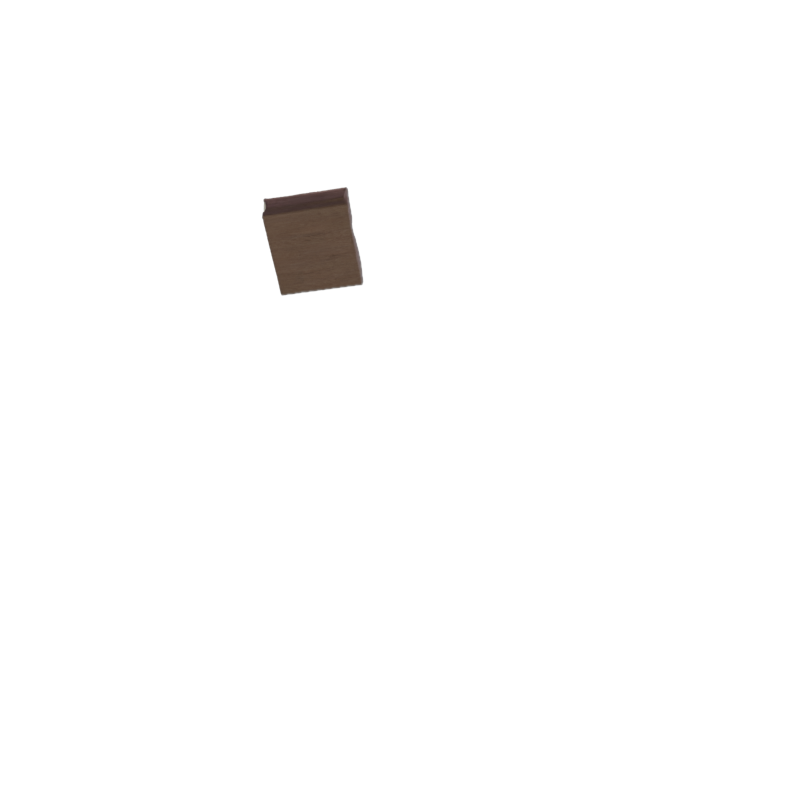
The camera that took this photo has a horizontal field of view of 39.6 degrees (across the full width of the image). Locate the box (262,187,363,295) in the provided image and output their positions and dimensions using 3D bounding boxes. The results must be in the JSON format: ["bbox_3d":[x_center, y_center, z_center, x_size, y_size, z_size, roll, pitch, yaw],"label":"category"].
[{"bbox_3d":[-0.074,-0.136,0.949,0.073,0.083,0.032,-7,38,5],"label":"box"}]
